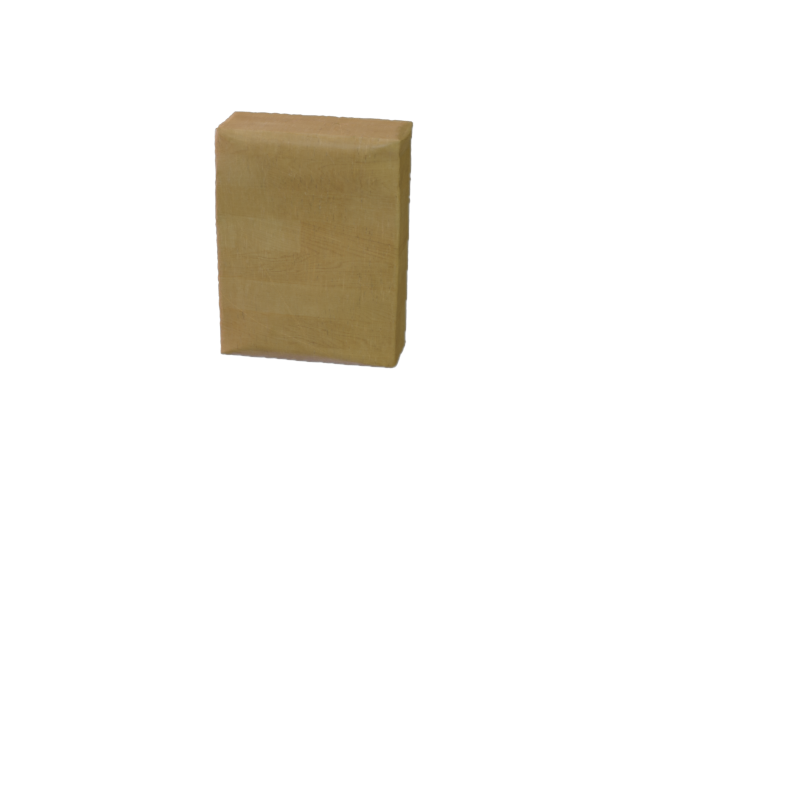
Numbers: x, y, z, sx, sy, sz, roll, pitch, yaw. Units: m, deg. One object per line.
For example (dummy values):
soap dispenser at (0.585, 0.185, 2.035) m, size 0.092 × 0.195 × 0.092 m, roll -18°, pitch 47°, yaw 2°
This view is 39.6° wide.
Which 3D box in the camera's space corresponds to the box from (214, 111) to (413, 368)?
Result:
box at (-0.077, -0.140, 0.979) m, size 0.167 × 0.204 × 0.074 m, roll 6°, pitch 23°, yaw 11°
